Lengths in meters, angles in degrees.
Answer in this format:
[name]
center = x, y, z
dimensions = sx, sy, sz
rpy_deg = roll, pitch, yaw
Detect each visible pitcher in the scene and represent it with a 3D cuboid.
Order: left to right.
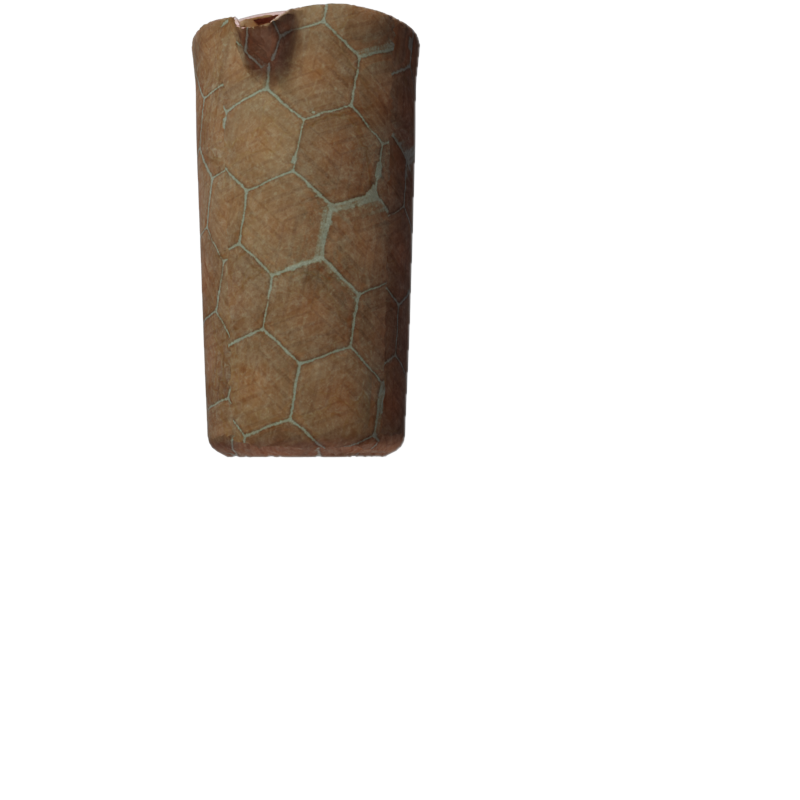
[pitcher]
center = -0.050, -0.091, 0.637
dimensions = 0.144, 0.249, 0.147
rpy_deg = 5, -10, -29
